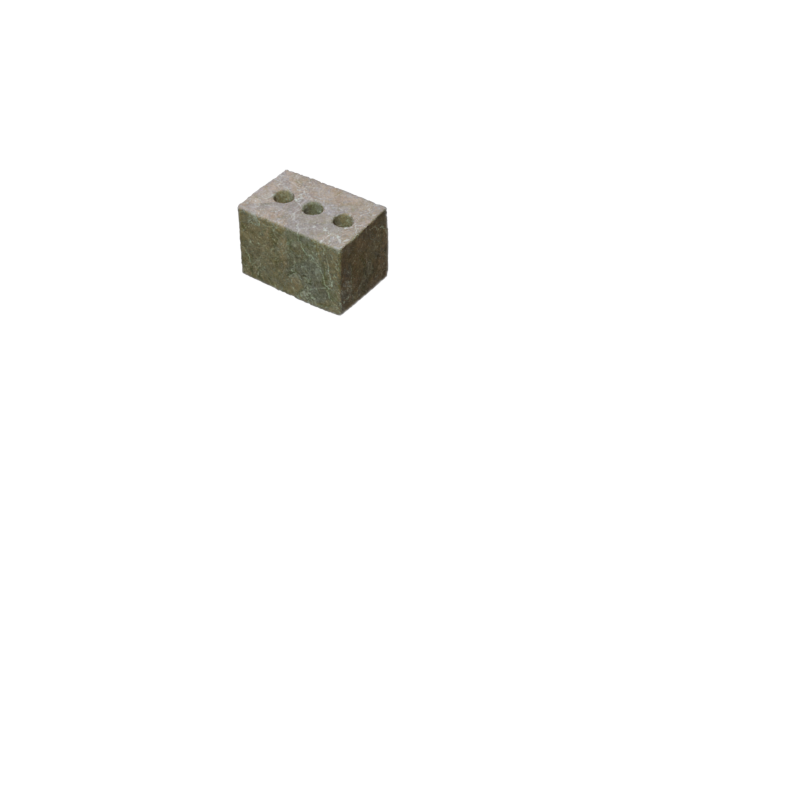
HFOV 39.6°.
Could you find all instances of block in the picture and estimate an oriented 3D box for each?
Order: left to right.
[{"bbox_3d":[-0.053,-0.096,0.675,0.082,0.048,0.054,24,45,25],"label":"block"}]
